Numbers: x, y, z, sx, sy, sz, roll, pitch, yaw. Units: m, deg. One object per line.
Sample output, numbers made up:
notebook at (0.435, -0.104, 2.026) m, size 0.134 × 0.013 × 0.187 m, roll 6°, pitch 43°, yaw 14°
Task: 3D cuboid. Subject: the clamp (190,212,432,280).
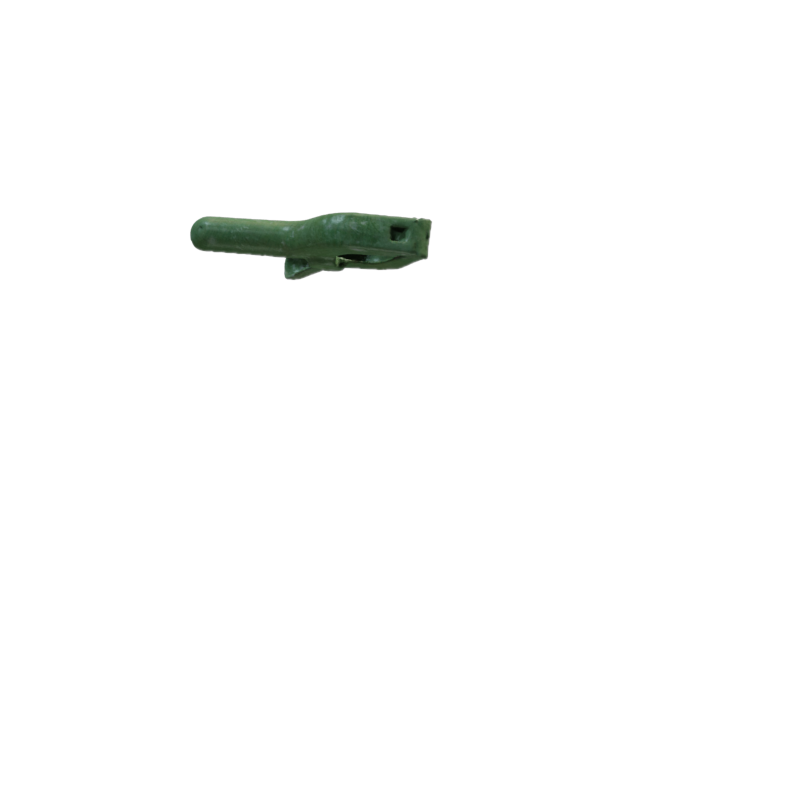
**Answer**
clamp at (-0.061, -0.111, 0.777) m, size 0.177 × 0.040 × 0.114 m, roll -3°, pitch -4°, yaw 44°
